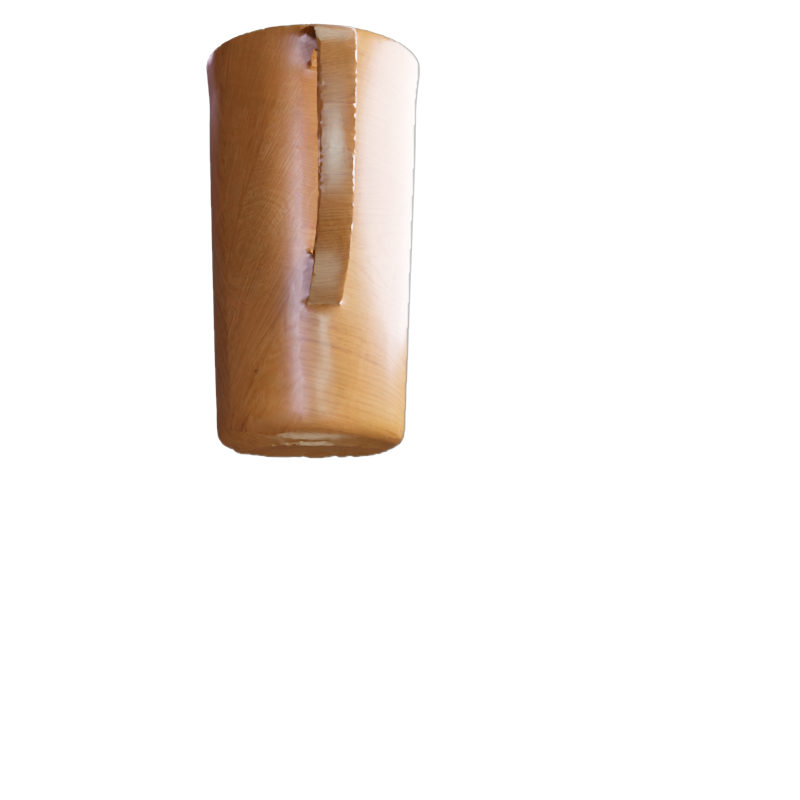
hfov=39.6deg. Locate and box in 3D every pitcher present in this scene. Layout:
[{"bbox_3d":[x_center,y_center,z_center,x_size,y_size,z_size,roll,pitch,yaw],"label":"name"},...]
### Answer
[{"bbox_3d":[-0.051,-0.093,0.654,0.148,0.251,0.141,-9,-16,33],"label":"pitcher"}]
